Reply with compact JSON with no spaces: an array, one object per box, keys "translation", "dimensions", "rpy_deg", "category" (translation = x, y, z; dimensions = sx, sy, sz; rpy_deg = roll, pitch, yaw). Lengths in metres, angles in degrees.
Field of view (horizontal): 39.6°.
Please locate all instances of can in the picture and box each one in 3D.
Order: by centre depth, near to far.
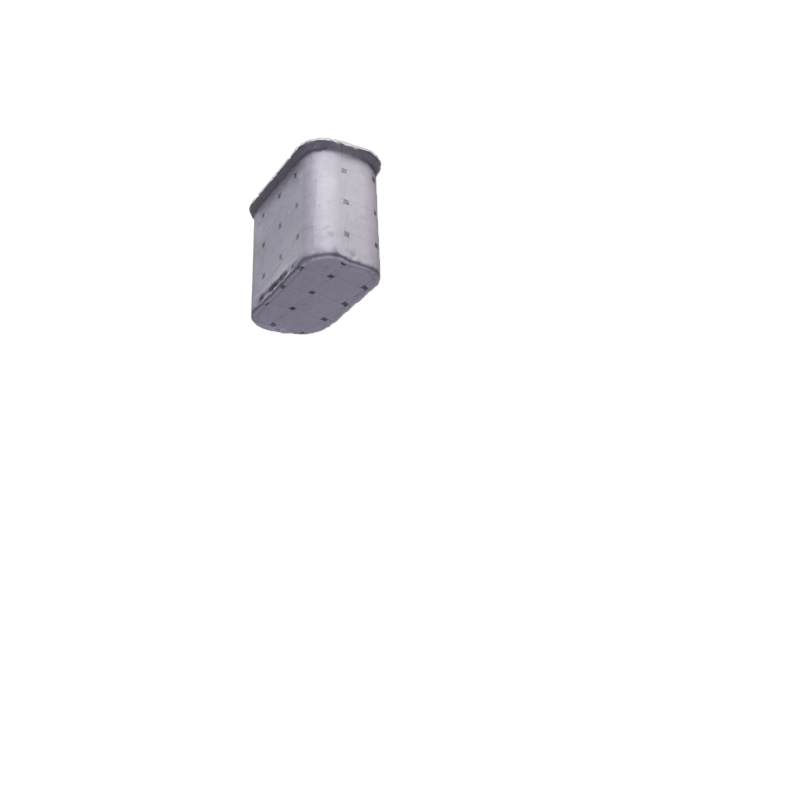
[{"translation":[-0.054,-0.098,0.685],"dimensions":[0.055,0.089,0.100],"rpy_deg":[15,-32,-27],"category":"can"}]
